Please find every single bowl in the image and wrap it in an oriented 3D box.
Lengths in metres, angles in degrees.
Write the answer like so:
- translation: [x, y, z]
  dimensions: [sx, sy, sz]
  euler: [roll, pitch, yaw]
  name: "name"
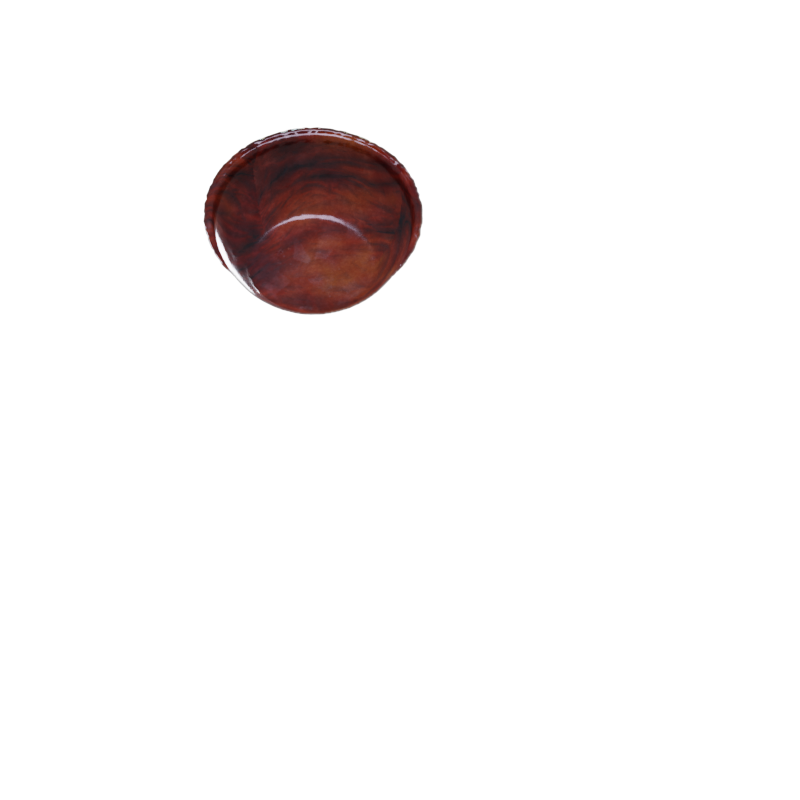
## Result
- translation: [-0.063, -0.114, 0.799]
  dimensions: [0.162, 0.151, 0.059]
  euler: [1, 42, -1]
  name: "bowl"
